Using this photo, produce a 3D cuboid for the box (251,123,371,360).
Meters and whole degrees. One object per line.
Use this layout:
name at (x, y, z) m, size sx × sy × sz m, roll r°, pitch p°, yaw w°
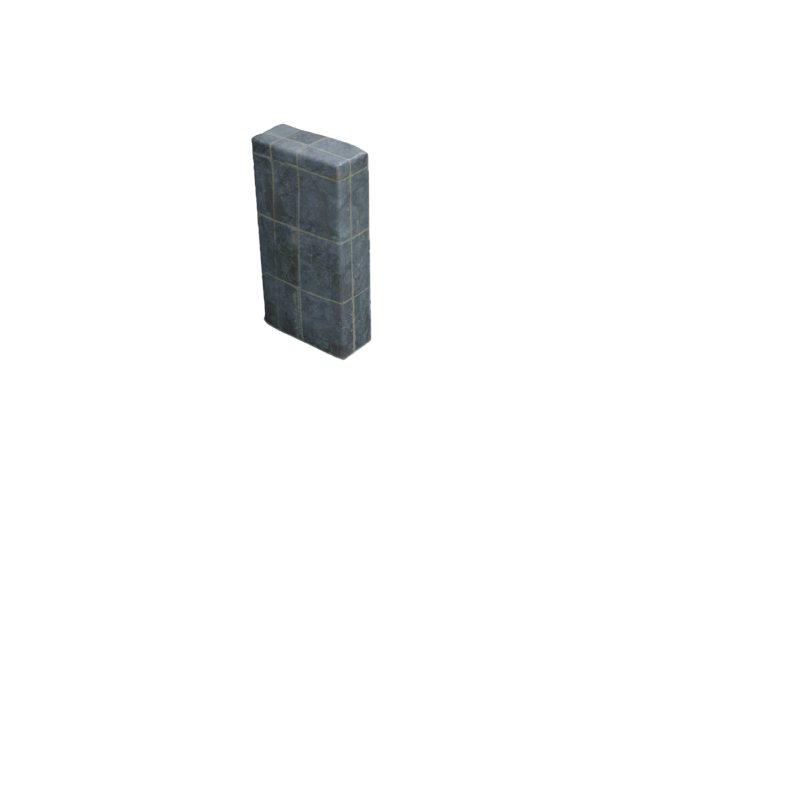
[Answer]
box at (-0.070, -0.129, 0.901) m, size 0.099 × 0.166 × 0.048 m, roll 24°, pitch 36°, yaw 33°
